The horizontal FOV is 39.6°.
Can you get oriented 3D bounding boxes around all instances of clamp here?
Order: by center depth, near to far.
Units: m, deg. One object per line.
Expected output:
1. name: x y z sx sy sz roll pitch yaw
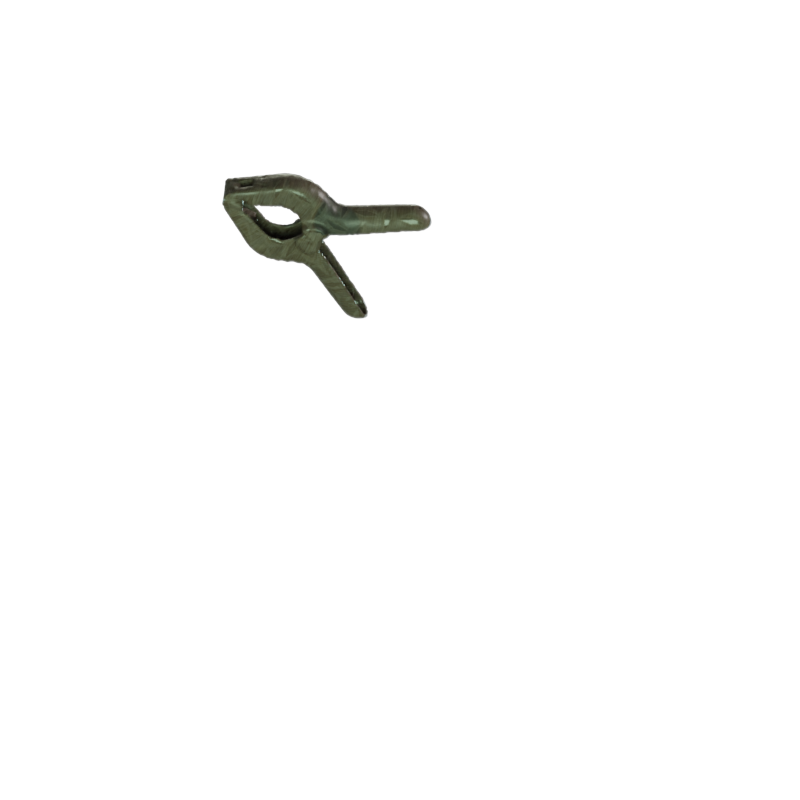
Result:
1. clamp: -0.073 -0.133 0.929 0.168 0.115 0.042 18 27 -9
